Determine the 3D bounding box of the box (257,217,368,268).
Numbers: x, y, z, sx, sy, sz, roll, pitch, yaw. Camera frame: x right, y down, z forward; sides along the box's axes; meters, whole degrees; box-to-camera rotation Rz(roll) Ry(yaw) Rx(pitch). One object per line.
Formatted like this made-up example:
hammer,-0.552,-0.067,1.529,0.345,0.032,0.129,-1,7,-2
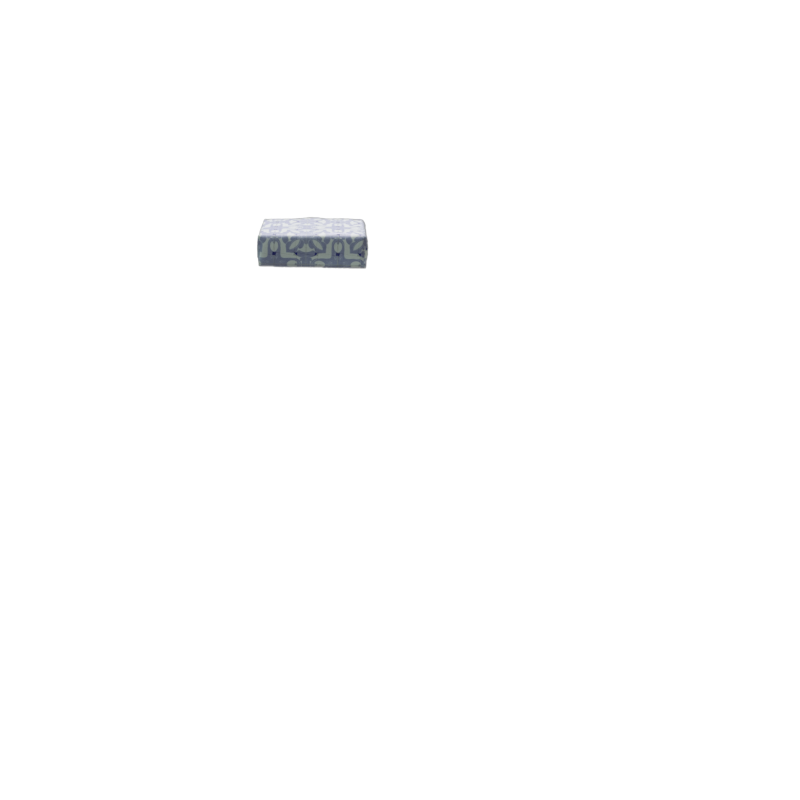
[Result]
box,-0.072,-0.131,0.918,0.089,0.029,0.076,0,18,-1
